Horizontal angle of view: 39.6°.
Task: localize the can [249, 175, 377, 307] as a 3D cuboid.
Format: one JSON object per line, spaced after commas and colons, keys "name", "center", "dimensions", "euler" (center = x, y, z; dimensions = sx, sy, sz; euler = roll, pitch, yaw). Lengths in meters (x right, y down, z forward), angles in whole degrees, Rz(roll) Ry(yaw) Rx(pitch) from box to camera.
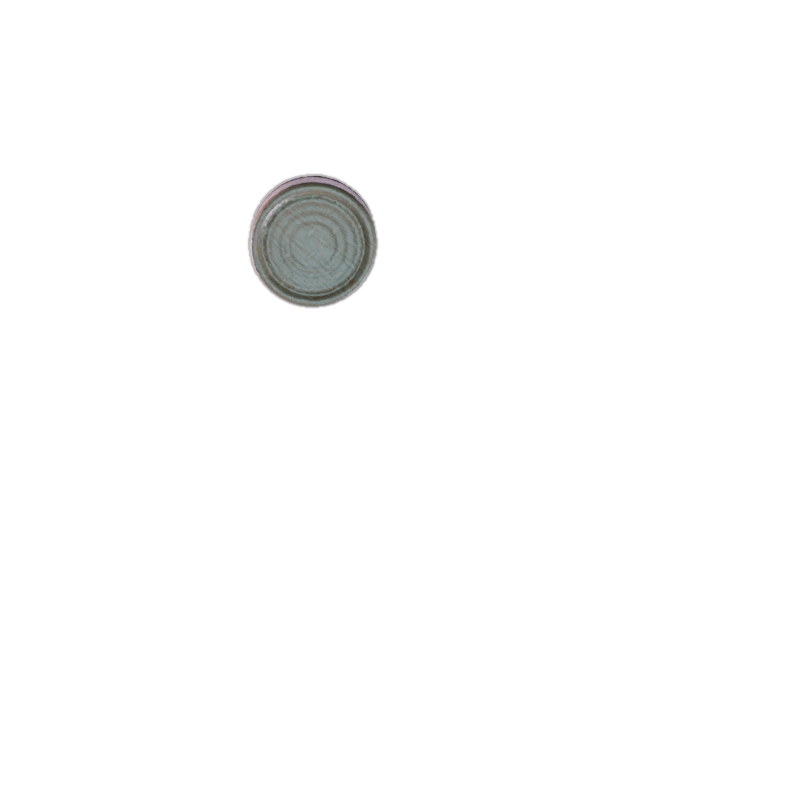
{"name": "can", "center": [-0.058, -0.106, 0.743], "dimensions": [0.086, 0.084, 0.035], "euler": [0, 12, -1]}
